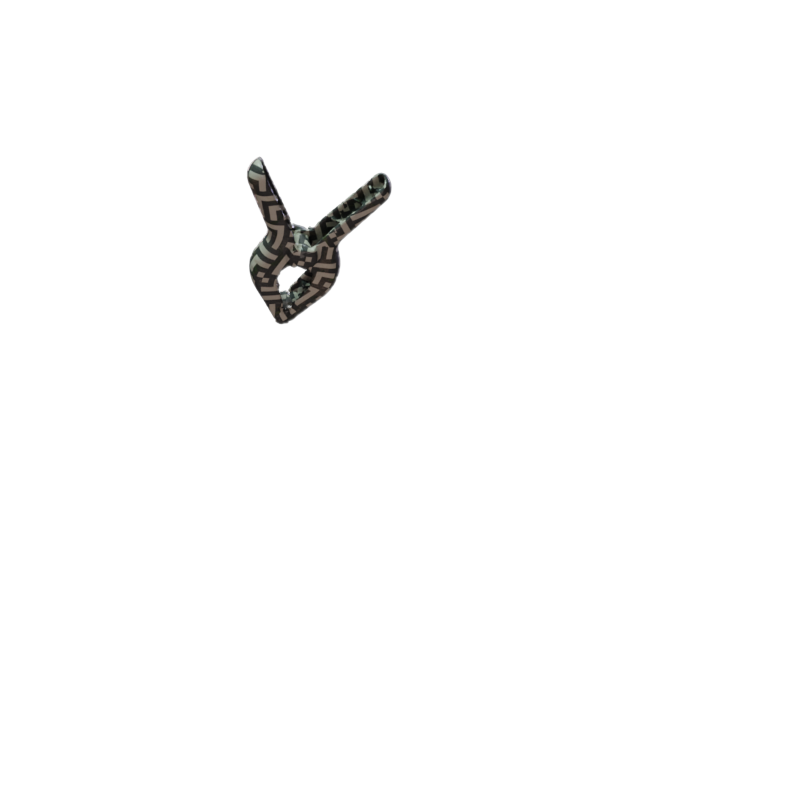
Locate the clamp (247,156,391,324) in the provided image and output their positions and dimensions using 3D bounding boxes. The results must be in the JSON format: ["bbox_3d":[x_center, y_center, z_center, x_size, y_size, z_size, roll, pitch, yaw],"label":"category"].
[{"bbox_3d":[-0.074,-0.136,0.949,0.119,0.042,0.161,5,-44,-5],"label":"clamp"}]
